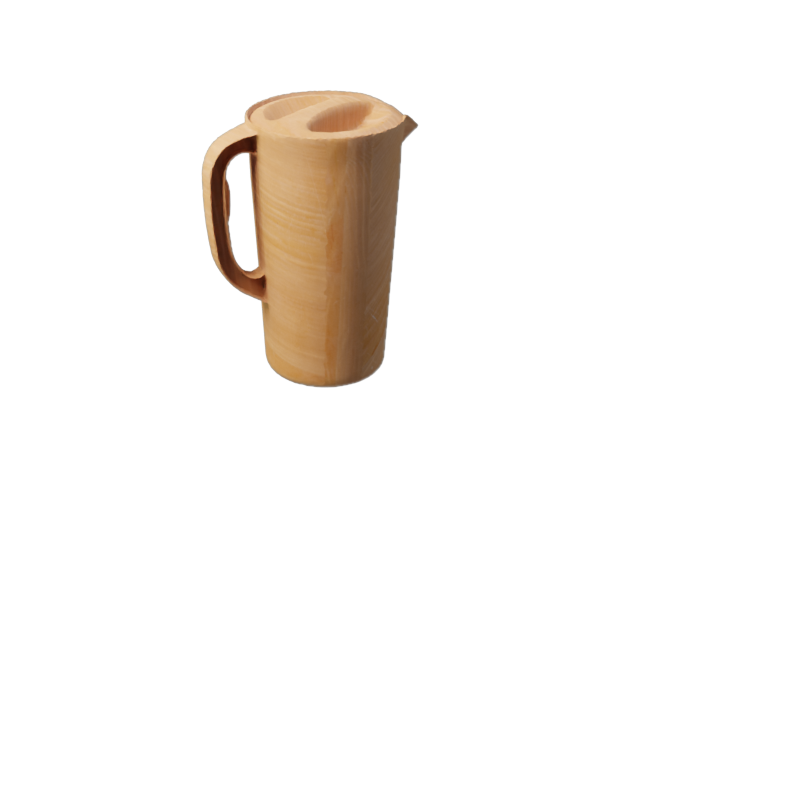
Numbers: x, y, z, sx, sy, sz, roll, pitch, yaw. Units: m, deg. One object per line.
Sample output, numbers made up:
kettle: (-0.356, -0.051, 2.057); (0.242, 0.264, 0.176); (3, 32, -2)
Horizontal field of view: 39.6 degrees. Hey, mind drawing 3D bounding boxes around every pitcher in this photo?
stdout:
pitcher: (-0.075, -0.136, 0.954); (0.154, 0.230, 0.149); (10, 27, 17)
